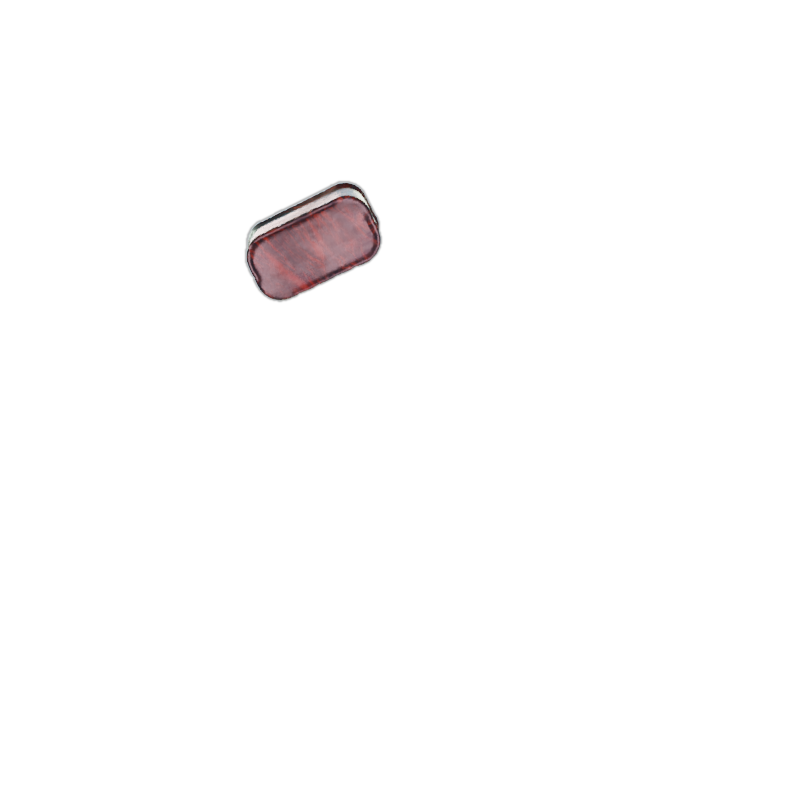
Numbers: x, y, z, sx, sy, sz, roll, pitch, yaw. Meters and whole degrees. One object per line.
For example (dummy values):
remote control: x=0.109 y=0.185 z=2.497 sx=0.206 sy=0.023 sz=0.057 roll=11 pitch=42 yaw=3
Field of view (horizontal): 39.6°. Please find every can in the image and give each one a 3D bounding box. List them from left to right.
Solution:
can: x=-0.065 y=-0.118 z=0.827 sx=0.102 sy=0.056 sz=0.086 roll=-26 pitch=12 yaw=3
